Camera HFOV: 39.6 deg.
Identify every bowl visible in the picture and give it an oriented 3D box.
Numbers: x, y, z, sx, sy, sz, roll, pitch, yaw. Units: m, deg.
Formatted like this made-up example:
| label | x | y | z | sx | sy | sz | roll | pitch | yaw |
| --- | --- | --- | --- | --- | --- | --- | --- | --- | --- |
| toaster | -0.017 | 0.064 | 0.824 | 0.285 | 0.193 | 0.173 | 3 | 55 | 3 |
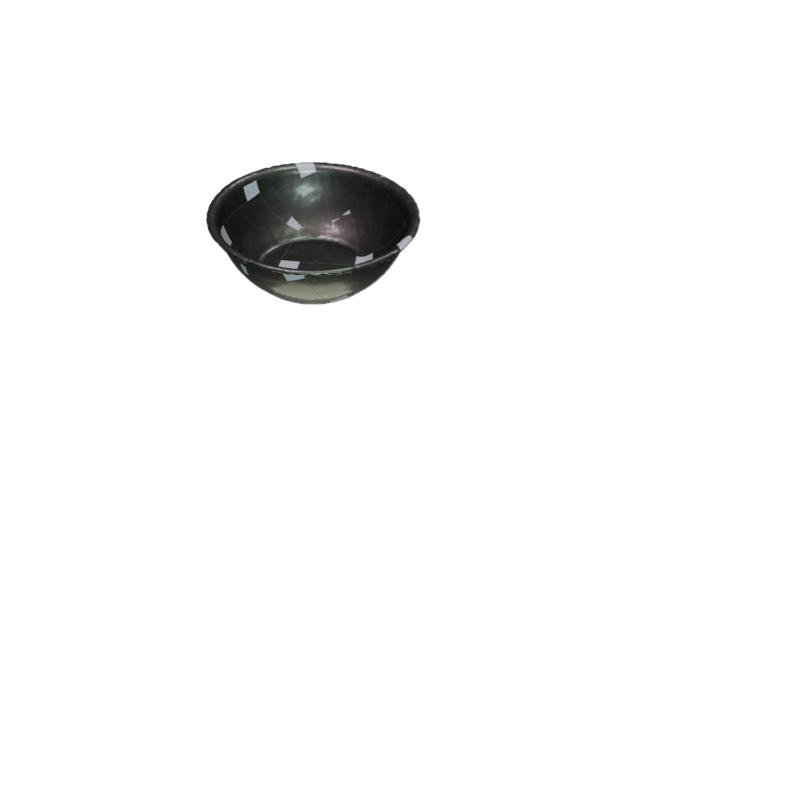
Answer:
| label | x | y | z | sx | sy | sz | roll | pitch | yaw |
| --- | --- | --- | --- | --- | --- | --- | --- | --- | --- |
| bowl | -0.067 | -0.122 | 0.852 | 0.162 | 0.051 | 0.174 | -1 | 38 | -2 |
